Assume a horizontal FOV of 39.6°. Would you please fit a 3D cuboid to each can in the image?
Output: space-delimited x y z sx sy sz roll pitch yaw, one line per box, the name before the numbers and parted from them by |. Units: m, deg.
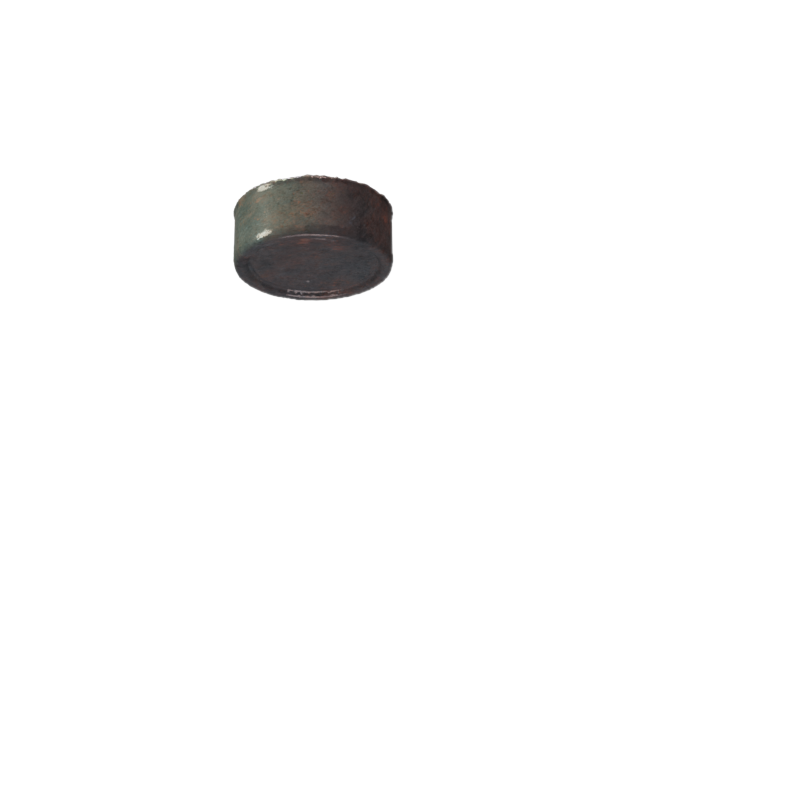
can | -0.046 -0.084 0.590 0.086 0.035 0.082 0 -21 -2
